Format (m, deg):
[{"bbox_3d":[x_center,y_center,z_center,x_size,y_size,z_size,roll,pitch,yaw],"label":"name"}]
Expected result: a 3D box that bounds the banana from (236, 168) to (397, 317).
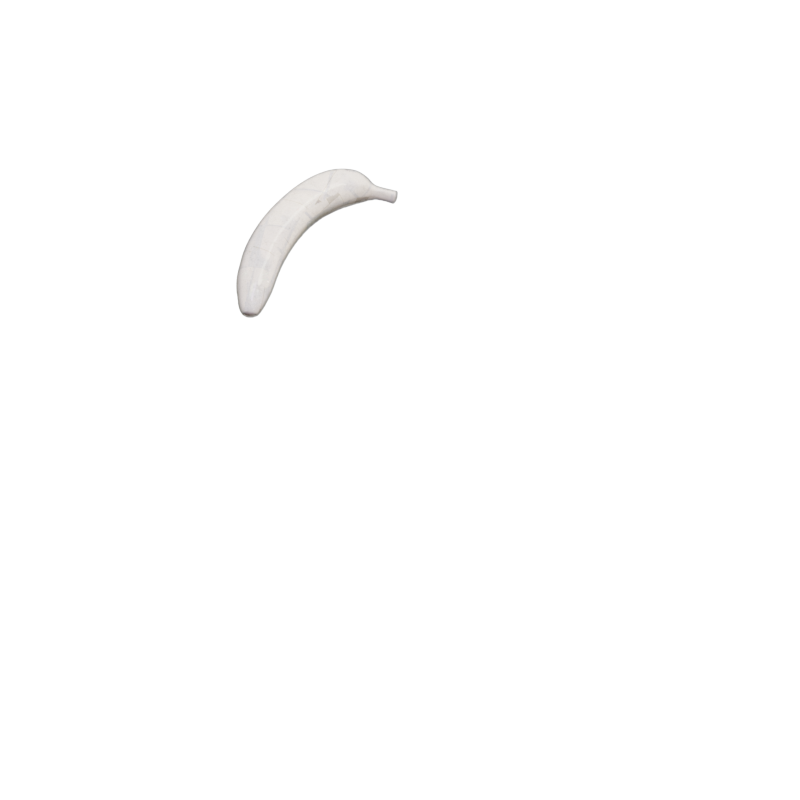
[{"bbox_3d":[-0.088,-0.153,0.989,0.073,0.201,0.034,35,-29,22],"label":"banana"}]
